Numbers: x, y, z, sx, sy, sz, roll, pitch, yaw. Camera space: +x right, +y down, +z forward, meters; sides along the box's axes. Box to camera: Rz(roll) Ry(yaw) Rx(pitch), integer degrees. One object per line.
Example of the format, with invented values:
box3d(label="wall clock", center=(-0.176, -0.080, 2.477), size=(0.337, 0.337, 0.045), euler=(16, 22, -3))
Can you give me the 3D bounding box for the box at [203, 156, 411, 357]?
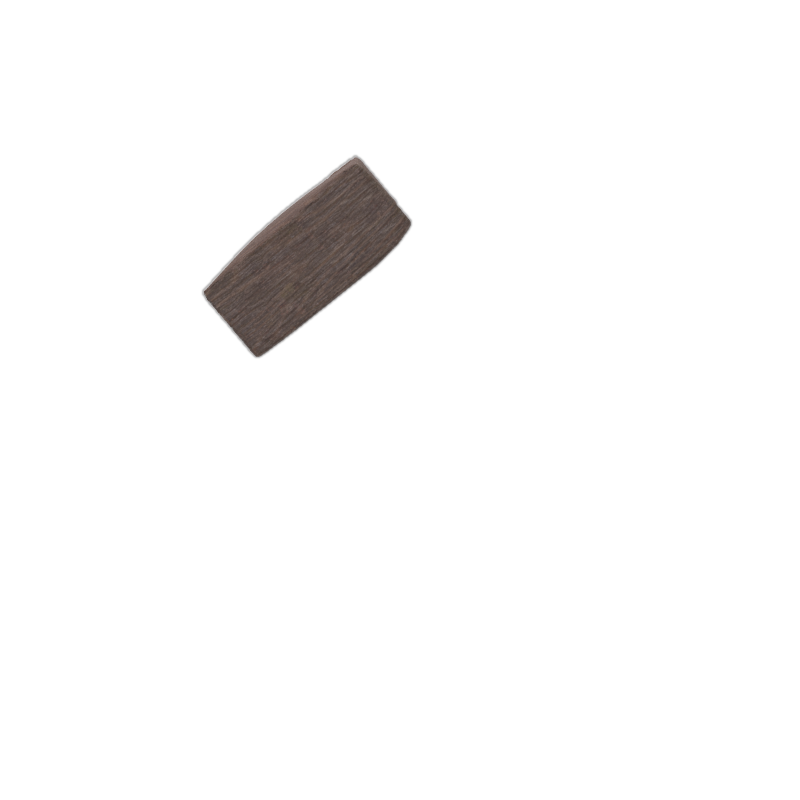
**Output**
box3d(label="box", center=(-0.045, -0.082, 0.573), size=(0.093, 0.047, 0.181), euler=(-39, 14, 6))
